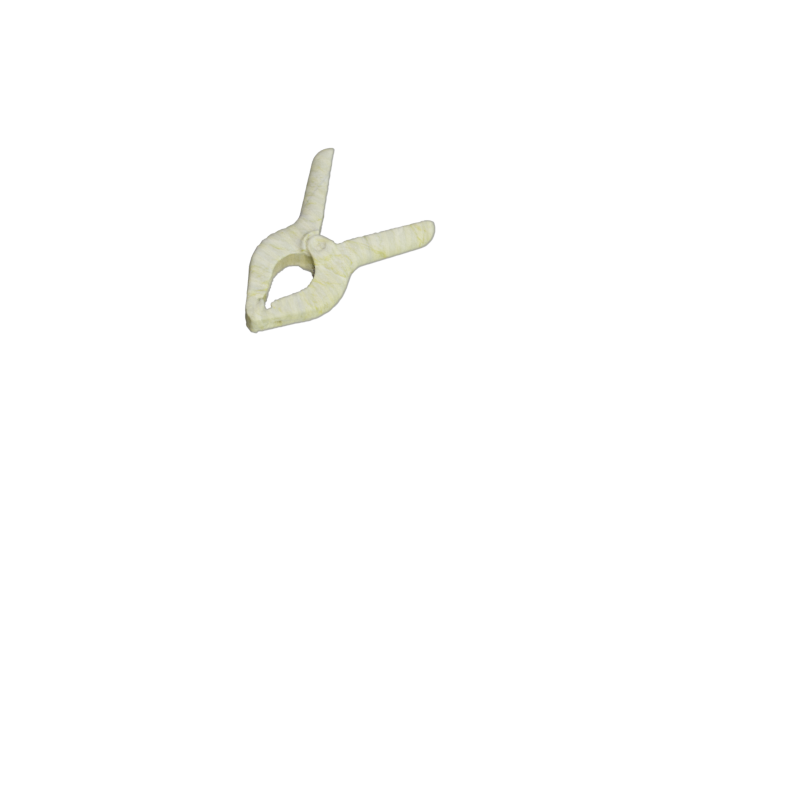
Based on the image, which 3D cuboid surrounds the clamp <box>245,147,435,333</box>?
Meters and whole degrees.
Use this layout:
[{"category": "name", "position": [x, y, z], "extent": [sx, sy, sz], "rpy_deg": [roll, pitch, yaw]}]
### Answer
[{"category": "clamp", "position": [-0.070, -0.127, 0.890], "extent": [0.173, 0.127, 0.037], "rpy_deg": [-38, -24, -21]}]
